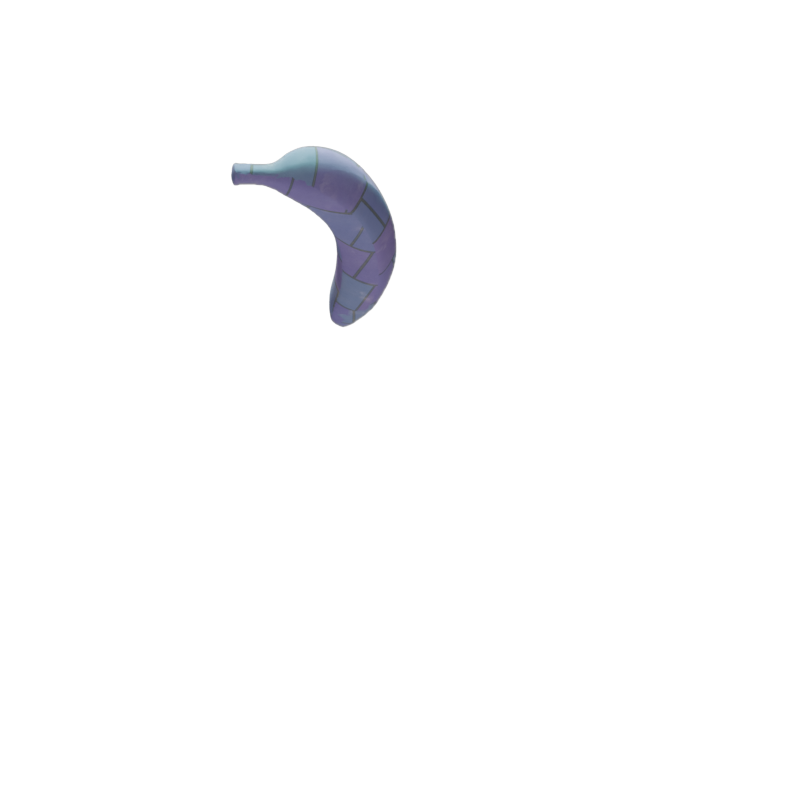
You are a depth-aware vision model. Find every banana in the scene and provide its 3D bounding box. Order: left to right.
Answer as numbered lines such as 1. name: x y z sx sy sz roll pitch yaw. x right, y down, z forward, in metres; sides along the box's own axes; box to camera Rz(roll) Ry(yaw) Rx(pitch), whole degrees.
1. banana: -0.037 -0.102 0.679 0.070 0.039 0.183 -8 -27 14
